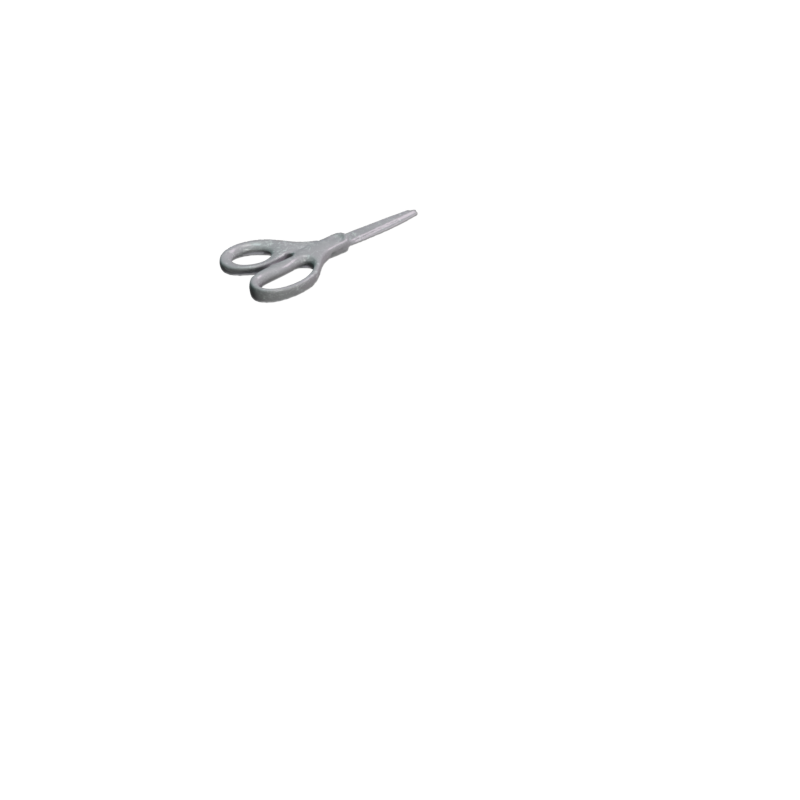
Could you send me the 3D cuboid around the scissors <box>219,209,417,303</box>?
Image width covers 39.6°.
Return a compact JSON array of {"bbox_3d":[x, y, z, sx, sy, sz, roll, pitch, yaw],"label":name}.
[{"bbox_3d":[-0.075,-0.136,0.955,0.101,0.015,0.205,18,37,25],"label":"scissors"}]
